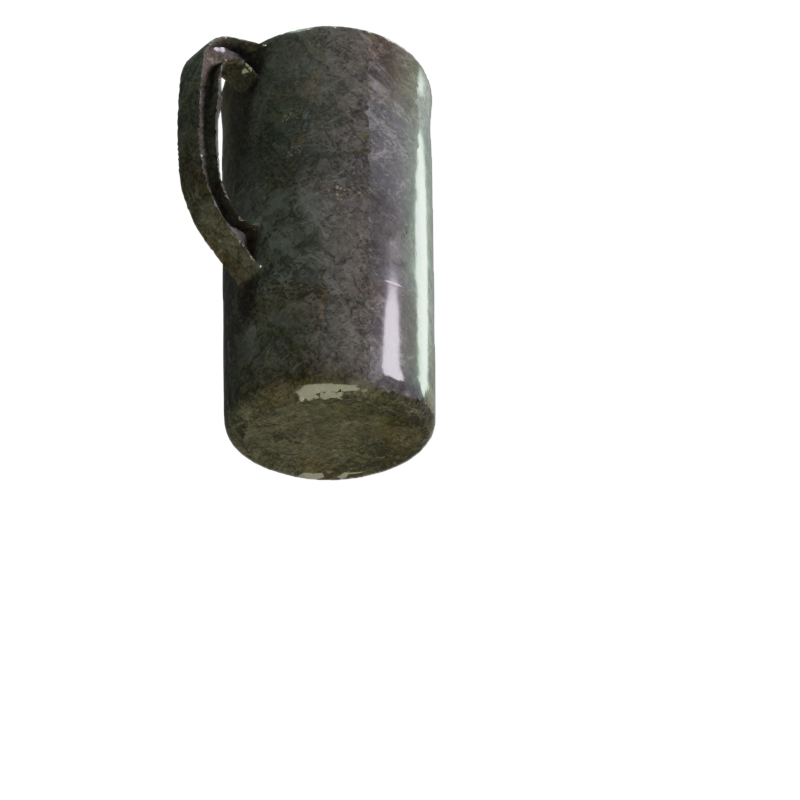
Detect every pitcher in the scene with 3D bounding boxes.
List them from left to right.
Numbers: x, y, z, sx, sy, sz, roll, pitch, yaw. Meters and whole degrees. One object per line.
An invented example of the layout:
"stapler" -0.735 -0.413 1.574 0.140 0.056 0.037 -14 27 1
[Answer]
"pitcher" -0.049 -0.089 0.625 0.149 0.260 0.135 -1 -35 -2
